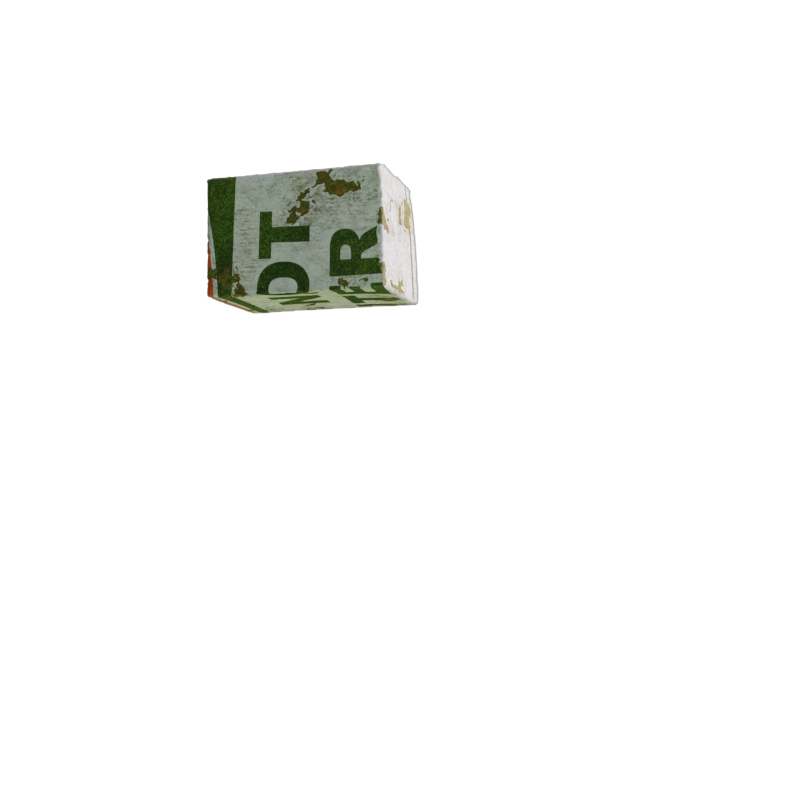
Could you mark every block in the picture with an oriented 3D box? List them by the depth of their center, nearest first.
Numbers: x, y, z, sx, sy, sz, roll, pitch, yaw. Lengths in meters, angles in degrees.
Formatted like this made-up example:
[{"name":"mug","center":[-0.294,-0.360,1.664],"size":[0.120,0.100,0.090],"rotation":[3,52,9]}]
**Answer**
[{"name":"block","center":[-0.036,-0.066,0.465],"size":[0.079,0.052,0.051],"rotation":[-2,-8,17]}]
